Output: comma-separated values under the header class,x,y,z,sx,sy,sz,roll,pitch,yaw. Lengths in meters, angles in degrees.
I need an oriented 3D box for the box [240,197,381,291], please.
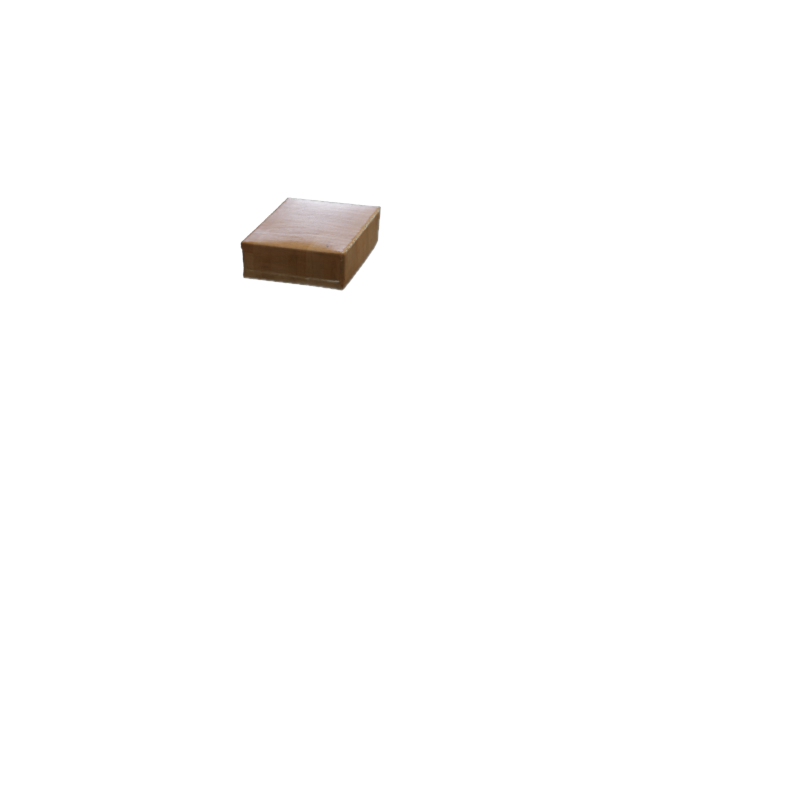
class,x,y,z,sx,sy,sz,roll,pitch,yaw
box,-0.074,-0.135,0.949,0.092,0.037,0.117,8,28,15
